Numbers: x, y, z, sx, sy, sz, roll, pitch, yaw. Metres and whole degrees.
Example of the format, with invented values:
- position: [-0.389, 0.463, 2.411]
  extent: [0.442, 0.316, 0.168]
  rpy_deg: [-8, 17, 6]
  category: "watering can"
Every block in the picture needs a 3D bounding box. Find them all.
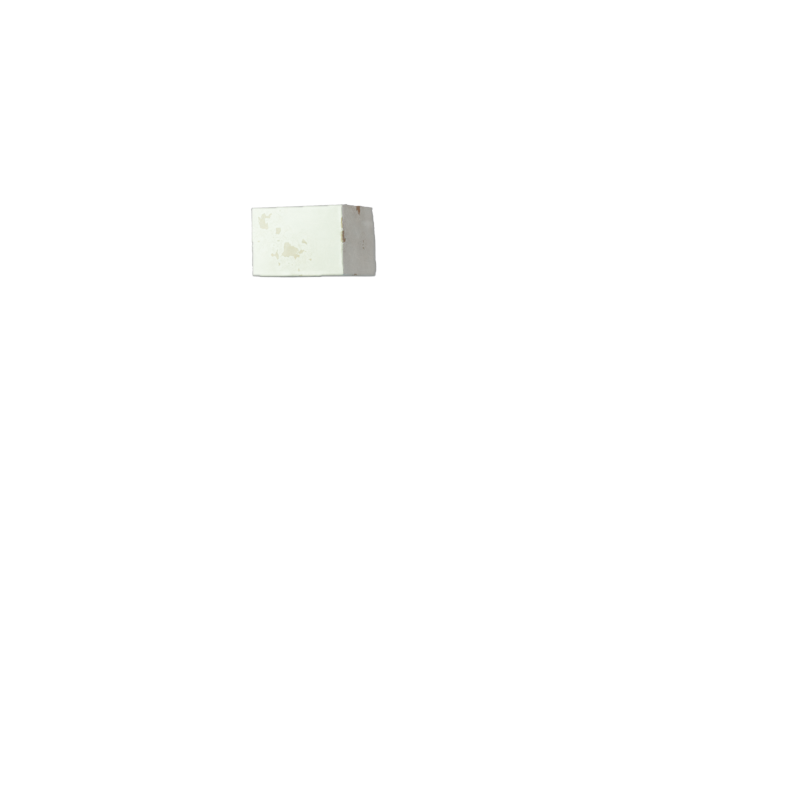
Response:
- position: [-0.063, -0.115, 0.808]
  extent: [0.080, 0.051, 0.051]
  rpy_deg: [2, 2, 26]
  category: "block"
